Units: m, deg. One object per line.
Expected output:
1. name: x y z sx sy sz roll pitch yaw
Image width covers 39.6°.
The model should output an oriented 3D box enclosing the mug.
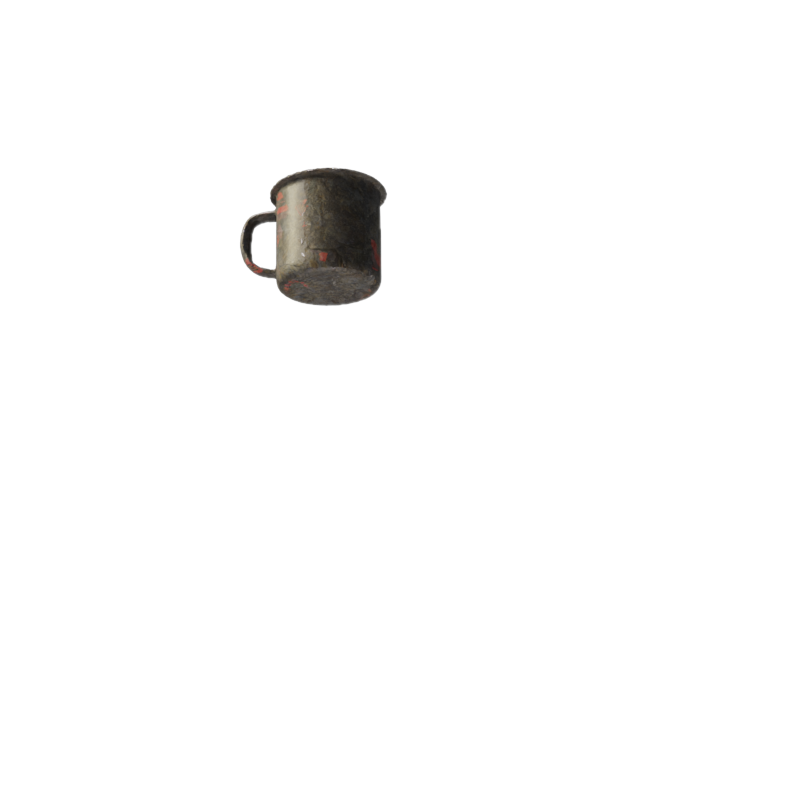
1. mug: -0.068 -0.124 0.868 0.118 0.086 0.088 -2 -20 5
